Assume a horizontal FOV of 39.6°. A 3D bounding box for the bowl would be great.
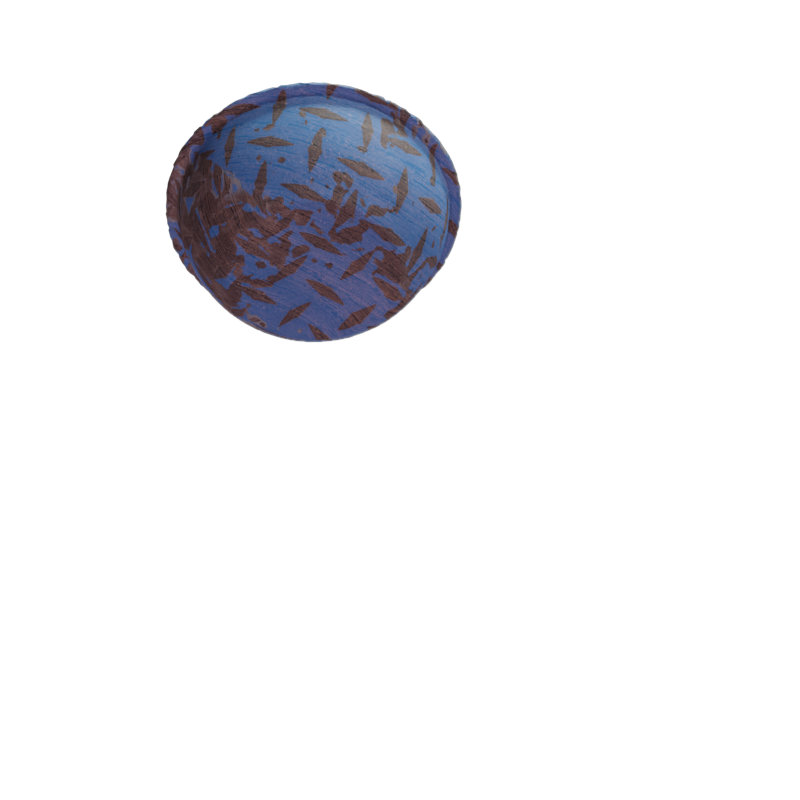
[{"bbox_3d":[-0.046,-0.083,0.584,0.162,0.151,0.059,1,39,-1],"label":"bowl"}]
